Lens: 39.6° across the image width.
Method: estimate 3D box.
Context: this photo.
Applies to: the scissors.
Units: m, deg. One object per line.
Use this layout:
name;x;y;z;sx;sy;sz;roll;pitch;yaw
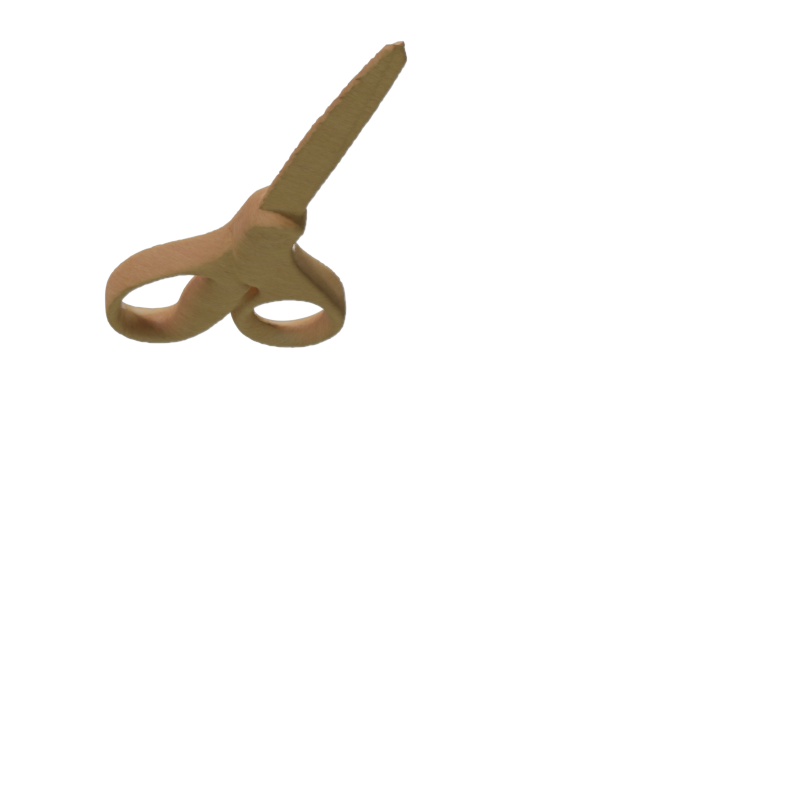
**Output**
scissors;-0.028;-0.051;0.357;0.091;0.016;0.202;13;-22;-36
